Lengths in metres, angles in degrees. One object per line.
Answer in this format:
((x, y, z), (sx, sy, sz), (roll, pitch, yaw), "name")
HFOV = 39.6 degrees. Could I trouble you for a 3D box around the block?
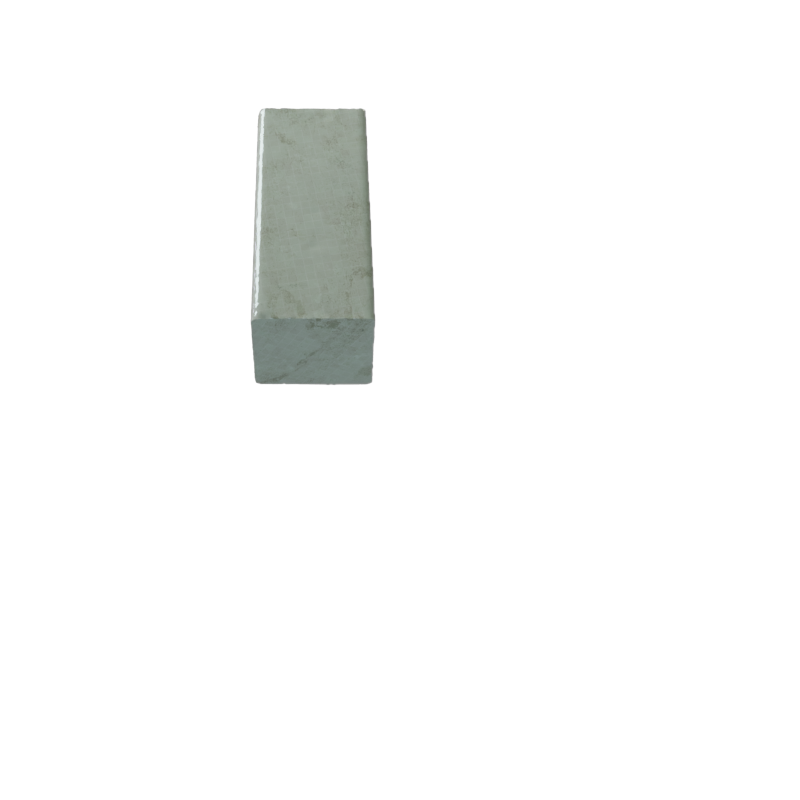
((-0.068, -0.124, 0.866), (0.090, 0.221, 0.085), (-1, -35, -3), "block")
